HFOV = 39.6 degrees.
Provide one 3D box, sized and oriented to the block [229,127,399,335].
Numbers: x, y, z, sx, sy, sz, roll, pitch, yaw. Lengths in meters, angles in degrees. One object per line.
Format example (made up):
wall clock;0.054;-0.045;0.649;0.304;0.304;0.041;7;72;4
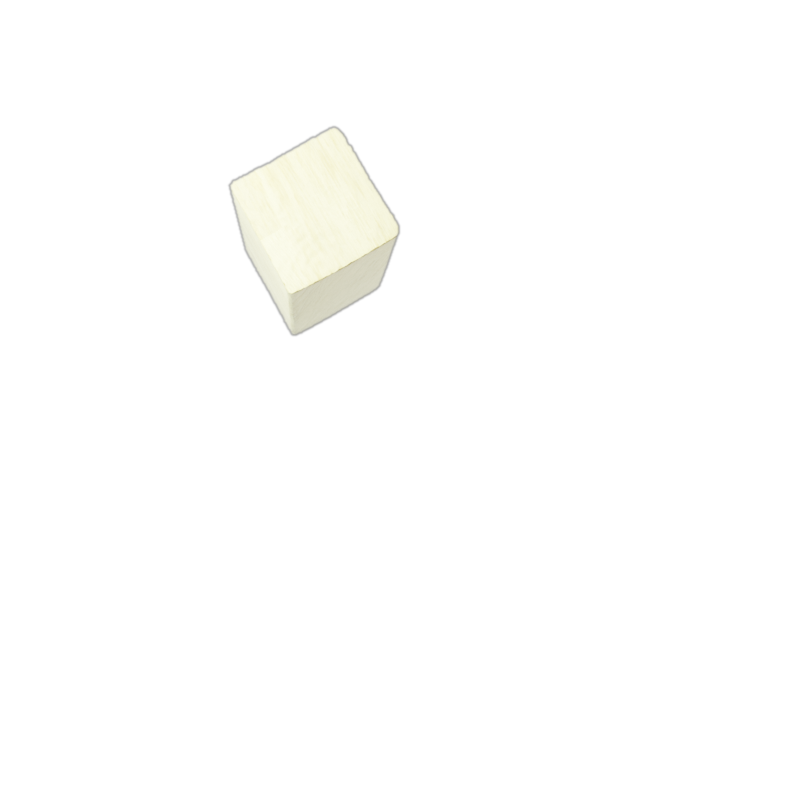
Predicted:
block;-0.066;-0.122;0.855;0.090;0.093;0.202;-30;-4;-6
